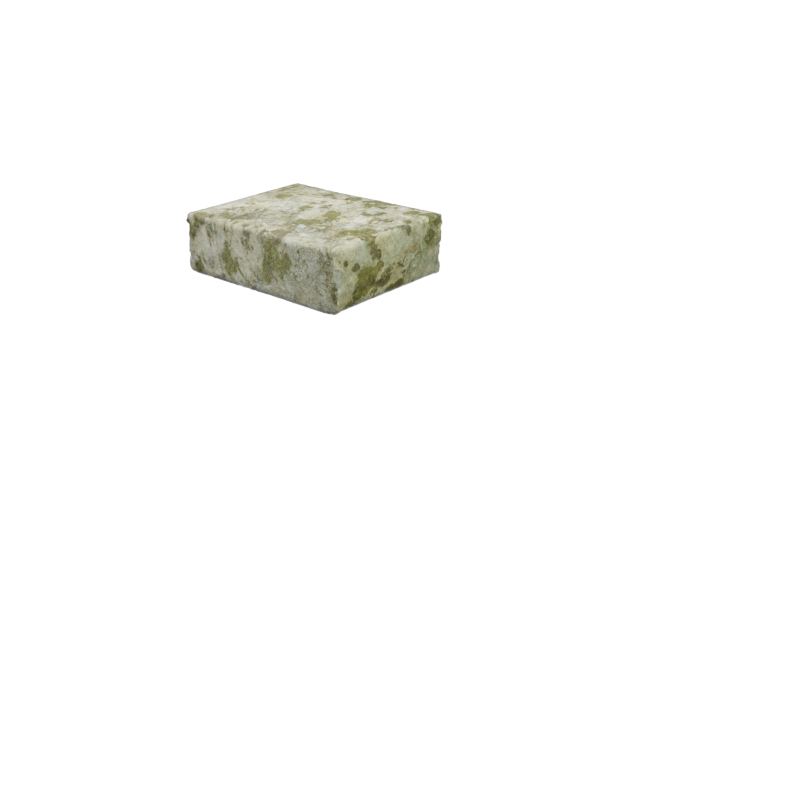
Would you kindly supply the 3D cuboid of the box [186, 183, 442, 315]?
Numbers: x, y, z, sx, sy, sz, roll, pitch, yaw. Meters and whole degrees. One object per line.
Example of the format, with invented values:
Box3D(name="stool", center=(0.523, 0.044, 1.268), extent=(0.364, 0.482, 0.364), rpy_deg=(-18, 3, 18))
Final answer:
Box3D(name="box", center=(-0.048, -0.087, 0.612), extent=(0.120, 0.037, 0.089), rpy_deg=(21, 32, 36))
